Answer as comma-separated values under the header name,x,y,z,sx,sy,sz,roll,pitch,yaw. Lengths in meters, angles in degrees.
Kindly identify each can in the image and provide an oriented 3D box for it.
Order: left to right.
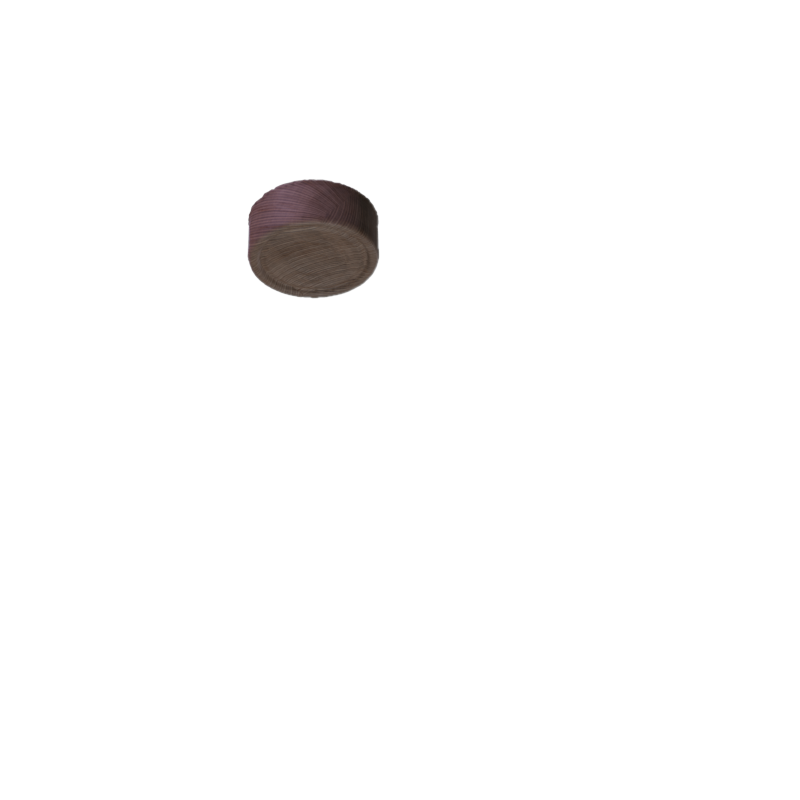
name,x,y,z,sx,sy,sz,roll,pitch,yaw
can,-0.056,-0.103,0.719,0.086,0.036,0.080,1,-33,-2
